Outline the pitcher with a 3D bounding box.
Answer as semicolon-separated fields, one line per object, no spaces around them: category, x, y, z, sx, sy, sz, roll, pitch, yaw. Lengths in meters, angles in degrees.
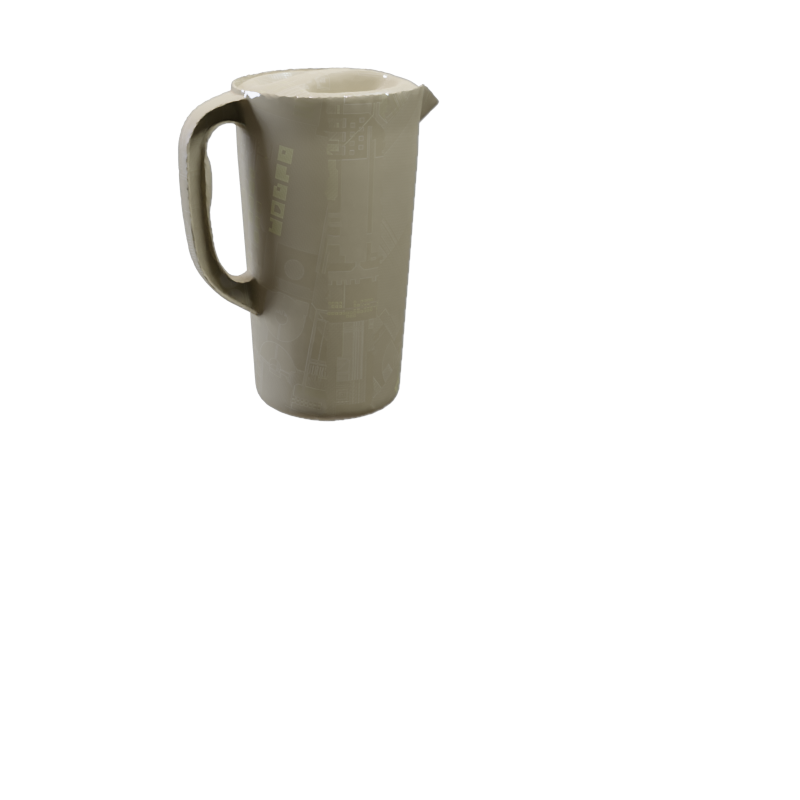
pitcher;-0.062;-0.113;0.791;0.154;0.233;0.147;8;20;19
